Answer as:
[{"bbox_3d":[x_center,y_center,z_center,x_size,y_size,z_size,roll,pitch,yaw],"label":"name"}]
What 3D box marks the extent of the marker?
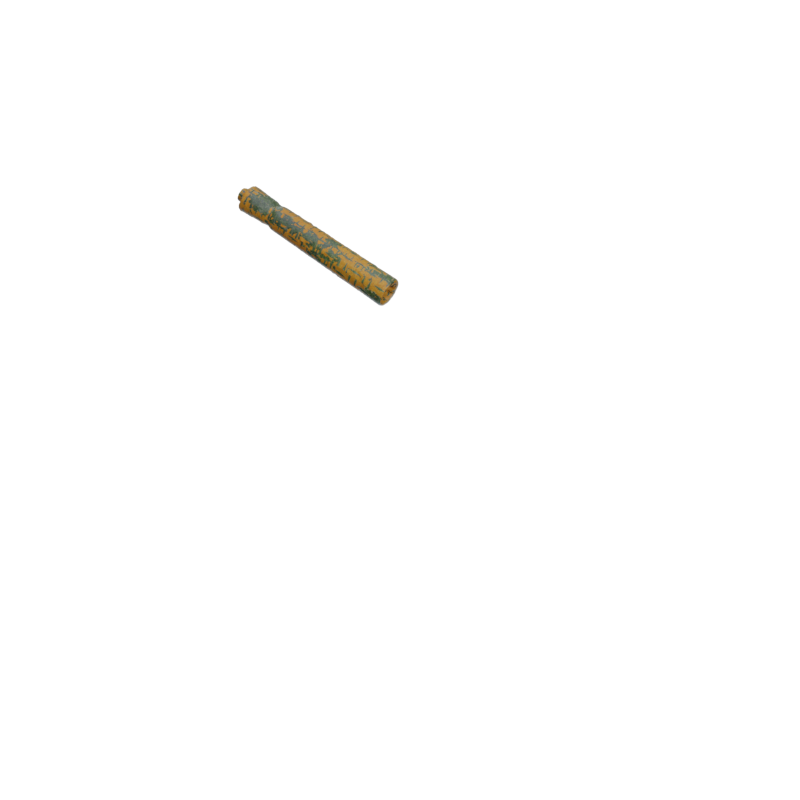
[{"bbox_3d":[-0.054,-0.099,0.692,0.127,0.019,0.019,36,18,22],"label":"marker"}]
